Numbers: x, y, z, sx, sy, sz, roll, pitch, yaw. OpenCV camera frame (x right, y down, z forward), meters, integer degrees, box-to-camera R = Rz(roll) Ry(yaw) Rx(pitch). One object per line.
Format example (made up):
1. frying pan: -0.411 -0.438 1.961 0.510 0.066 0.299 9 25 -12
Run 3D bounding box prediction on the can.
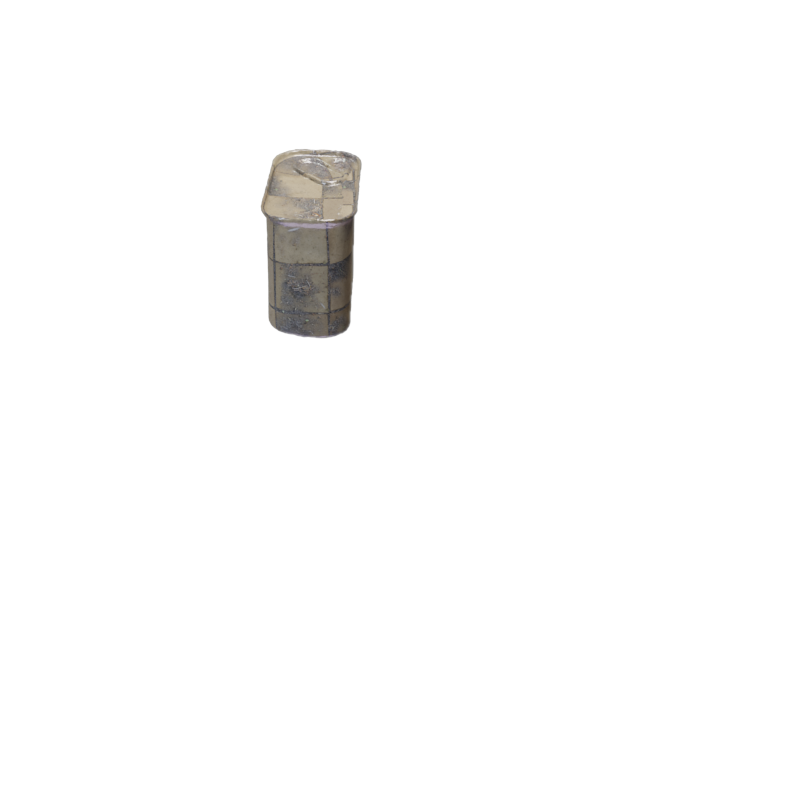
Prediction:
1. can: -0.055 -0.100 0.700 0.058 0.079 0.108 2 33 0
